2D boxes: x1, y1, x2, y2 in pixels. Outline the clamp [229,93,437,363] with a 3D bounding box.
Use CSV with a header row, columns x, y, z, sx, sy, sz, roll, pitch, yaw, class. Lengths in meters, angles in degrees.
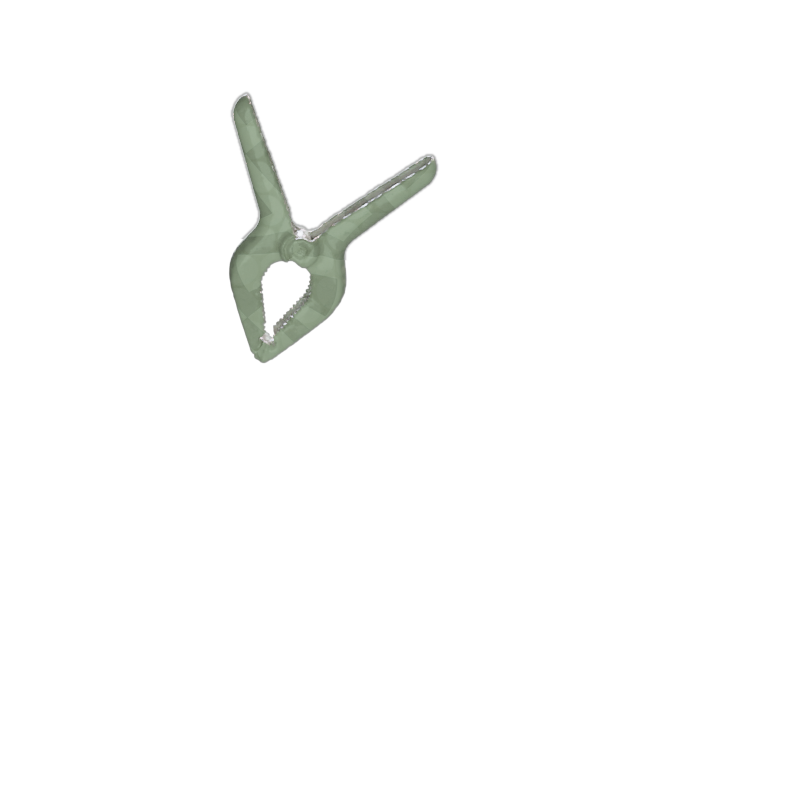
x,y,z,sx,sy,sz,roll,pitch,yaw,class
-0.069,-0.126,0.881,0.163,0.203,0.038,12,17,-4,clamp
